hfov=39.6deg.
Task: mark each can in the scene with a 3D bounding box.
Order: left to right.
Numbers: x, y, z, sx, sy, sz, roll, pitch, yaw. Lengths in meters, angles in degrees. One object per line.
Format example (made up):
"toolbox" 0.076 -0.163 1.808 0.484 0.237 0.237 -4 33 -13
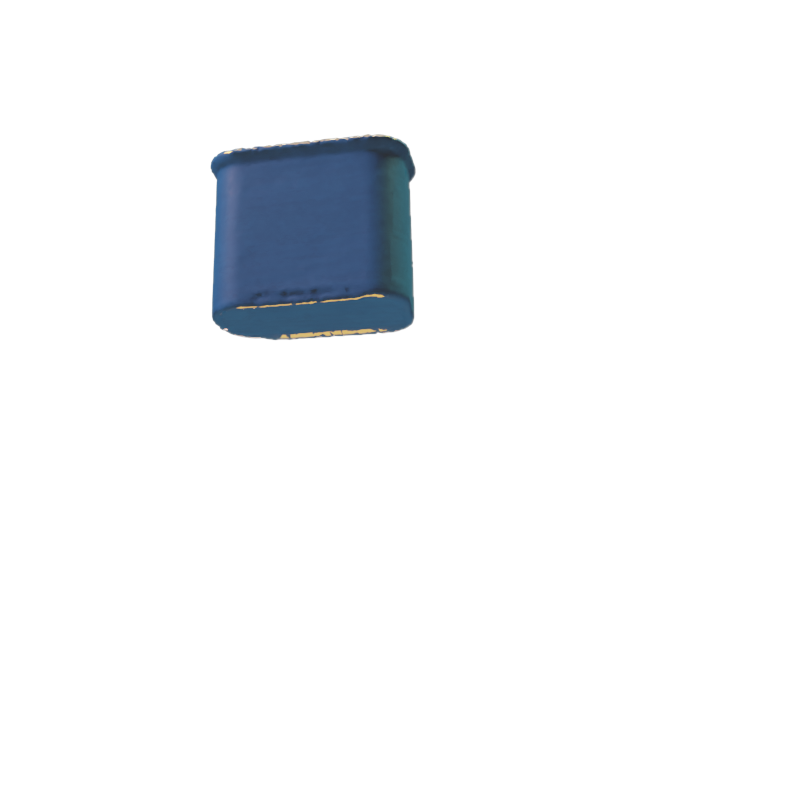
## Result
"can" -0.043 -0.078 0.549 0.103 0.088 0.054 -4 -21 10
